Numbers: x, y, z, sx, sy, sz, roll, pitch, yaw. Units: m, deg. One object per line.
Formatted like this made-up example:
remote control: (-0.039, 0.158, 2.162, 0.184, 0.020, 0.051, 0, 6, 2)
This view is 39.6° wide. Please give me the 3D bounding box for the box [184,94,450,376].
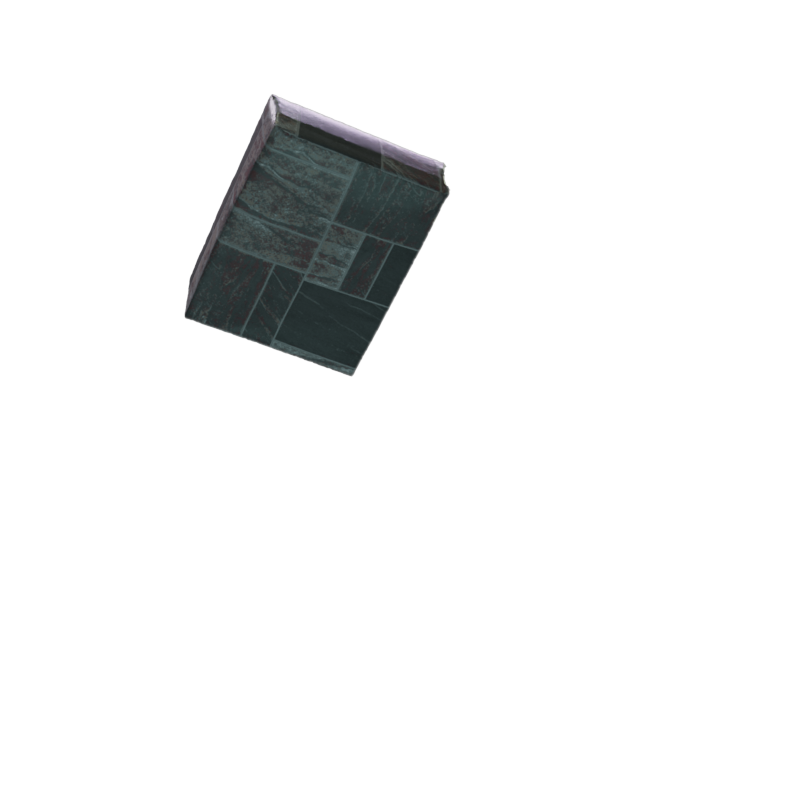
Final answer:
box: (-0.041, -0.075, 0.523, 0.087, 0.109, 0.041, 21, 31, -14)
